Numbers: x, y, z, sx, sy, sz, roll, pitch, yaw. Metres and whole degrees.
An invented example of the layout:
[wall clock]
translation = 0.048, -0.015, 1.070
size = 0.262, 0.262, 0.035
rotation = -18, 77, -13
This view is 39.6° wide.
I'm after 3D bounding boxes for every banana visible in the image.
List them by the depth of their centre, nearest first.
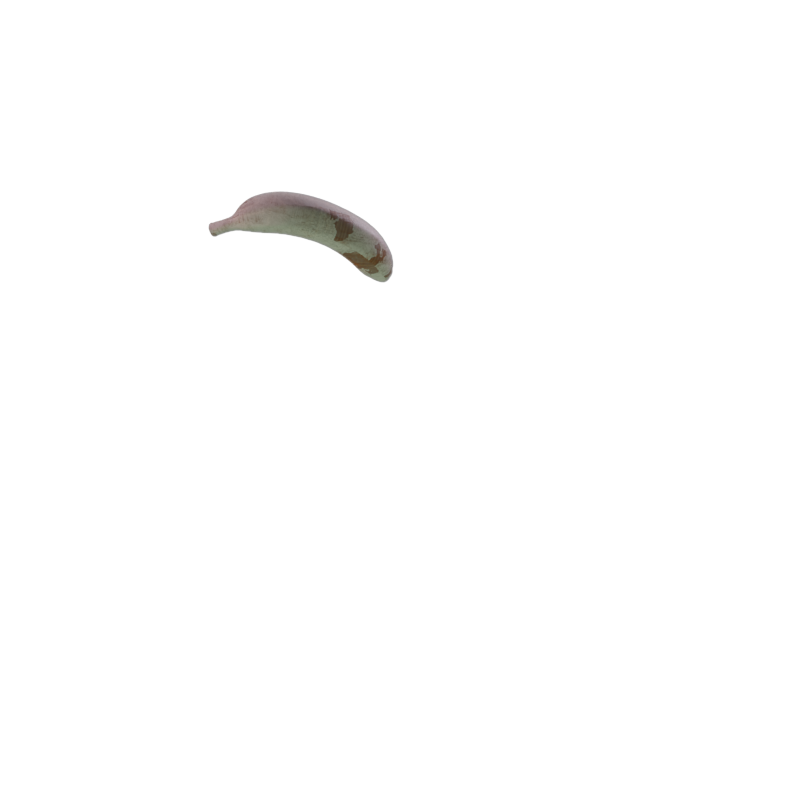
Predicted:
[banana]
translation = -0.068, -0.147, 0.976
size = 0.187, 0.039, 0.070
rotation = 14, -24, -35
